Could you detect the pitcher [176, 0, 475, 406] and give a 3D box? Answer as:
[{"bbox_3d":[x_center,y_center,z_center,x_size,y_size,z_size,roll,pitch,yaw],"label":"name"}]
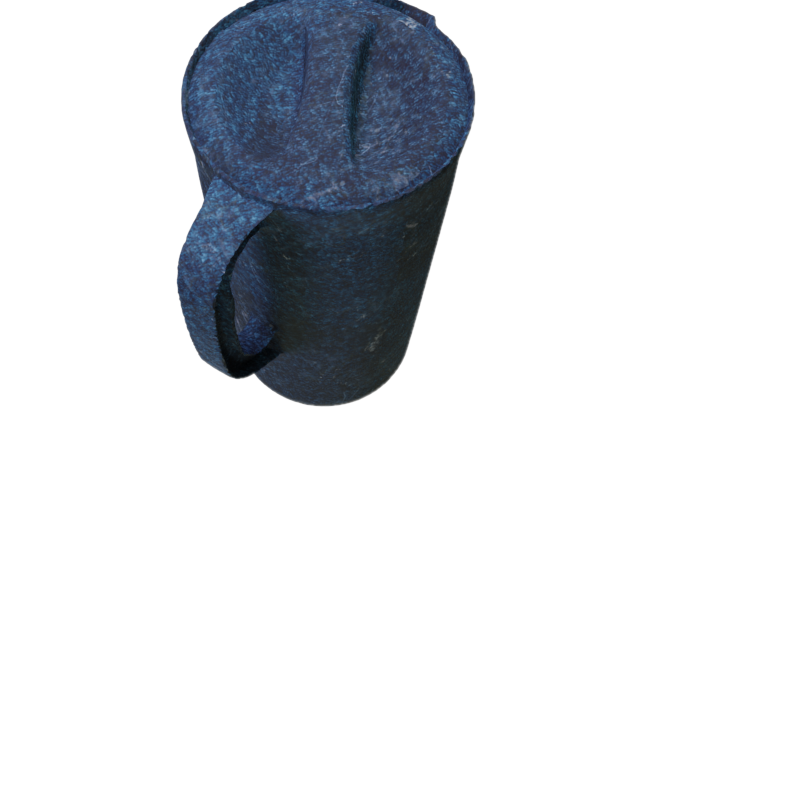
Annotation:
[{"bbox_3d":[-0.046,-0.085,0.592,0.148,0.155,0.229,-11,-27,-9],"label":"pitcher"}]
